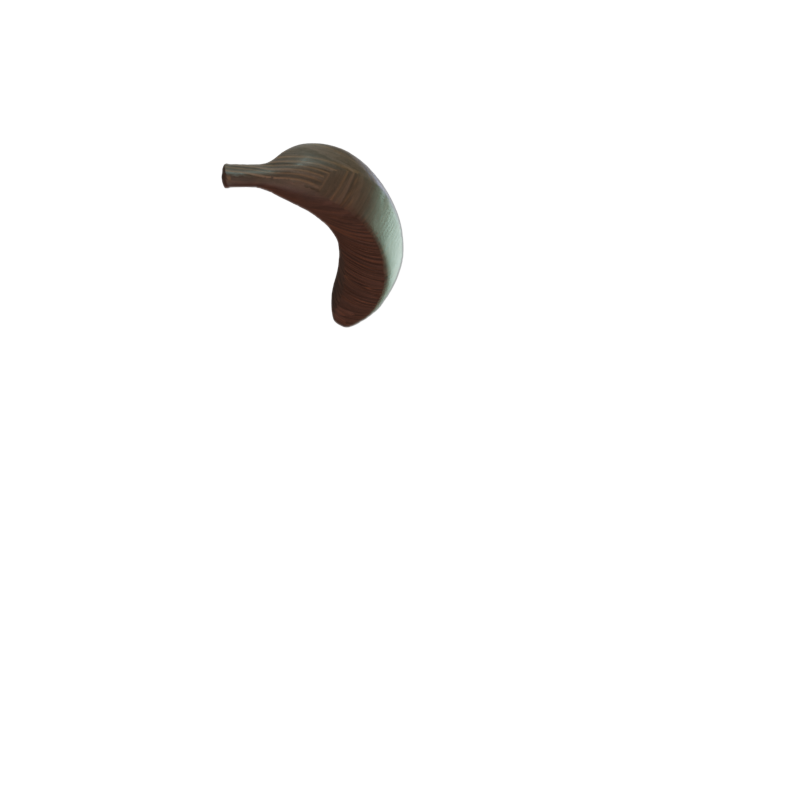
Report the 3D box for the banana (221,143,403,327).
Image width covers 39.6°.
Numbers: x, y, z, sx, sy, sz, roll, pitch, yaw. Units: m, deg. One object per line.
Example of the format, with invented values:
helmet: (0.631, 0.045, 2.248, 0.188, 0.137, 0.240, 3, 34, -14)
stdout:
banana: (-0.033, -0.094, 0.625, 0.070, 0.039, 0.184, -7, -24, 15)
